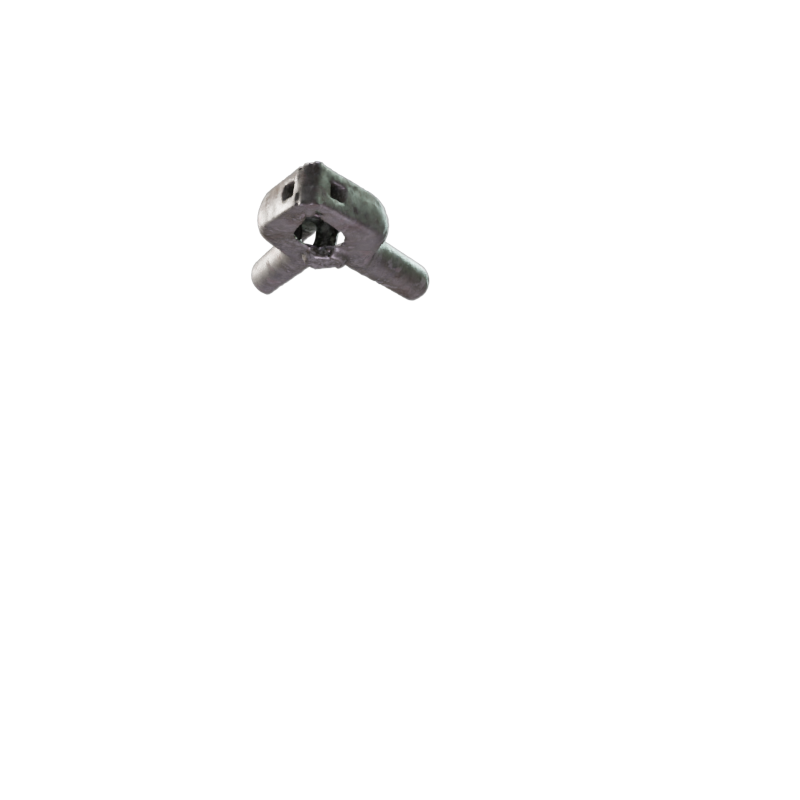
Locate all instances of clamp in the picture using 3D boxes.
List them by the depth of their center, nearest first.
[{"bbox_3d":[-0.055,-0.100,0.697,0.122,0.041,0.161,-5,-20,13],"label":"clamp"}]
